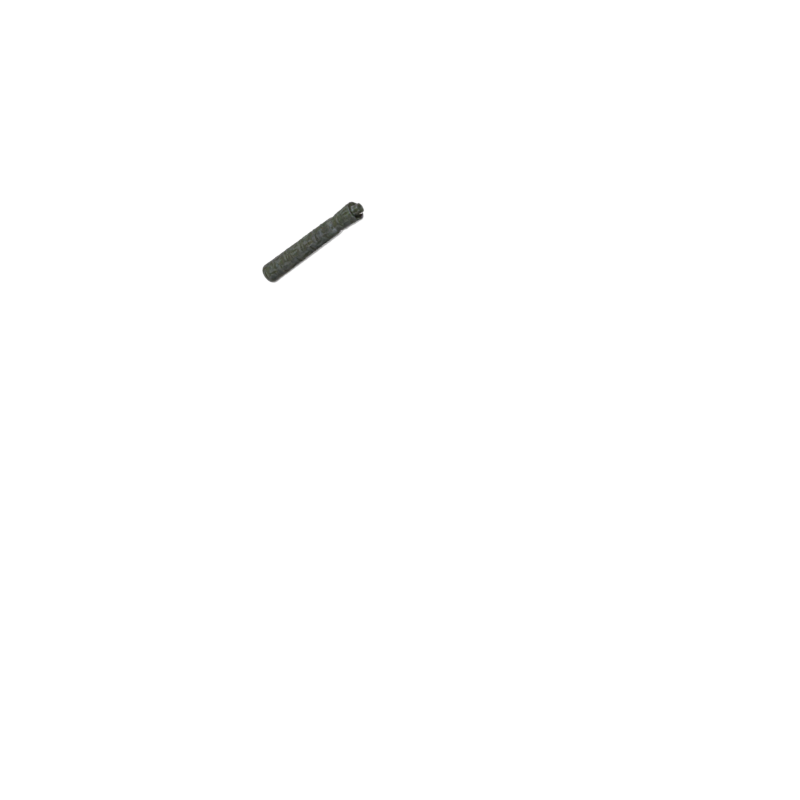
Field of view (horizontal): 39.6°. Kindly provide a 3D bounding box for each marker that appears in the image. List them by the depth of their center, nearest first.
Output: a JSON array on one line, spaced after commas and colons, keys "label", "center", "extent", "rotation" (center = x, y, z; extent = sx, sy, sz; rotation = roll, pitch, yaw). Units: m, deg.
[{"label": "marker", "center": [-0.077, -0.140, 0.979], "extent": [0.120, 0.021, 0.019], "rotation": [-30, -16, 35]}]
